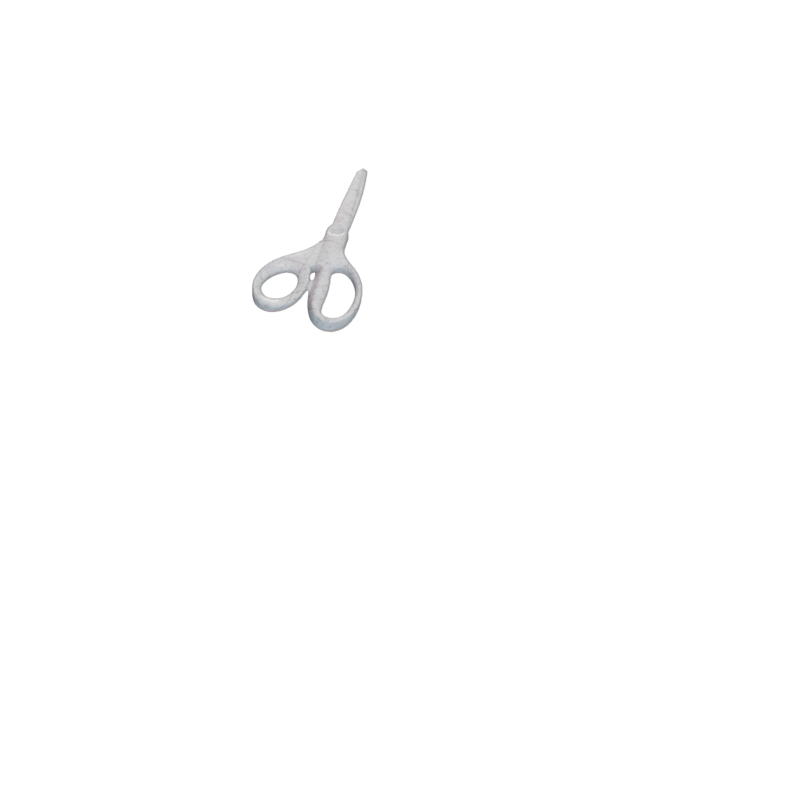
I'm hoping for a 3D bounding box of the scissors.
[{"bbox_3d":[-0.072,-0.131,0.920,0.096,0.015,0.217,-2,44,-2],"label":"scissors"}]
